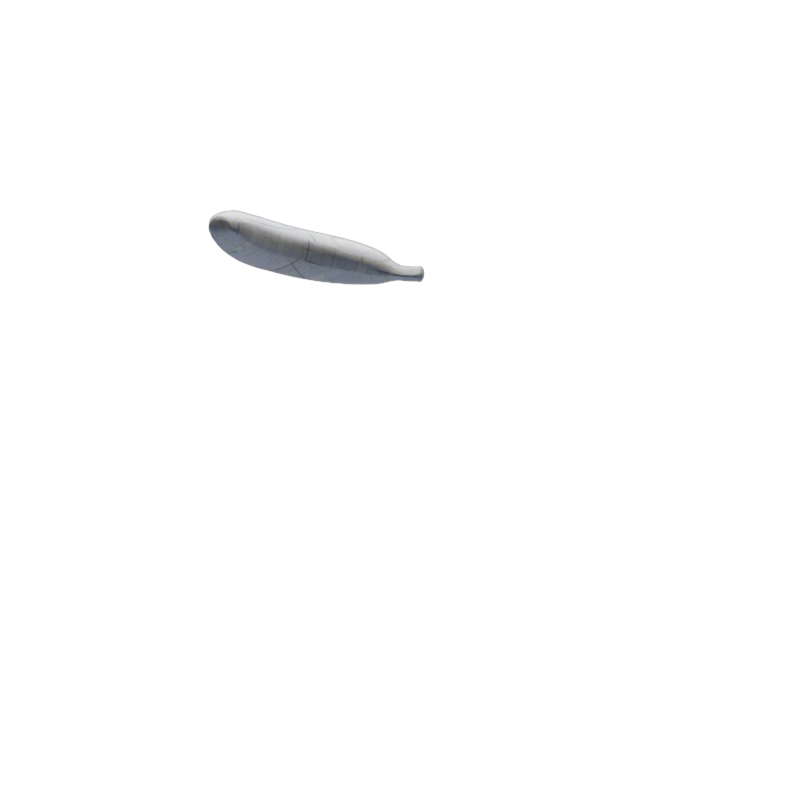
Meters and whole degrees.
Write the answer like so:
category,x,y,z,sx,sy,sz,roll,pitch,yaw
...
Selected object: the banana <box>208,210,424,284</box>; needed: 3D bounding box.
category,x,y,z,sx,sy,sz,roll,pitch,yaw
banana,-0.074,-0.115,0.840,0.188,0.038,0.071,6,-11,-39
